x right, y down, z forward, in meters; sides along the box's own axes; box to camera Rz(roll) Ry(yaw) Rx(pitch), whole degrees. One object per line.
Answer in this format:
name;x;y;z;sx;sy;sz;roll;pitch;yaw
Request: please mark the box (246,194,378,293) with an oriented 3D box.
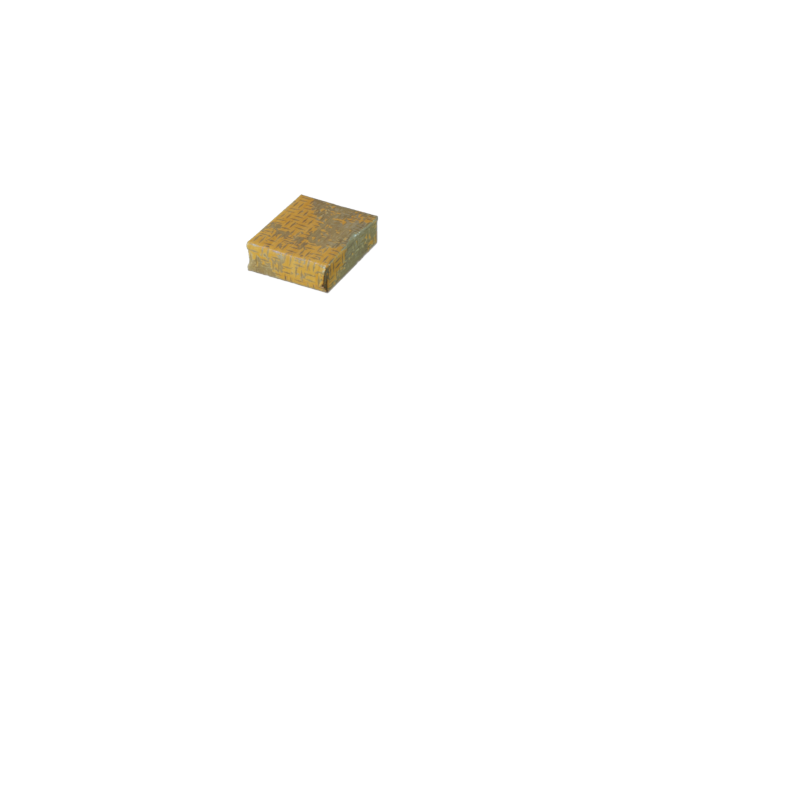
box;-0.069;-0.126;0.883;0.076;0.028;0.091;17;40;21
